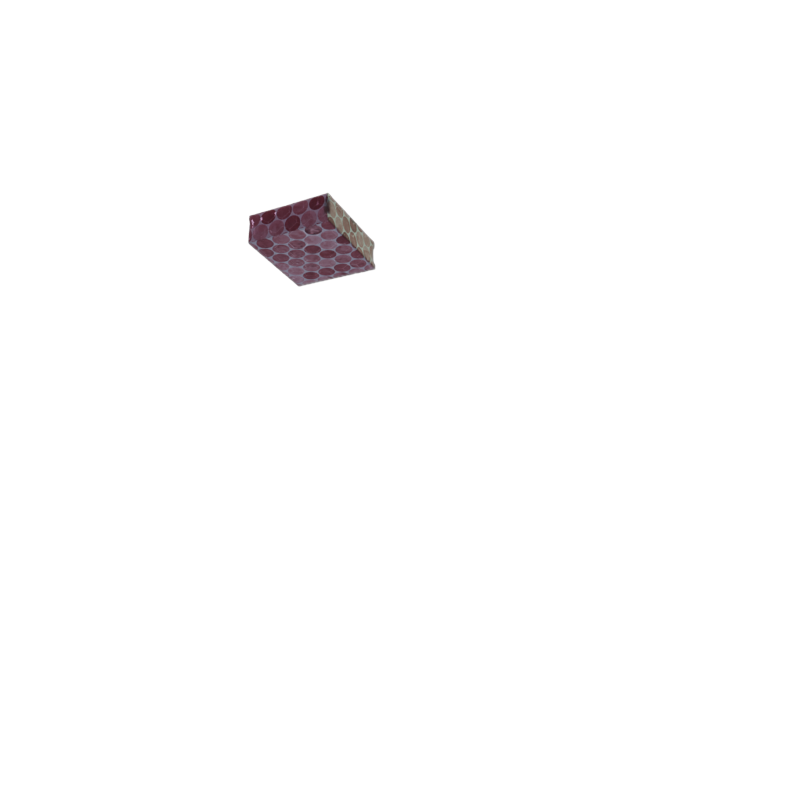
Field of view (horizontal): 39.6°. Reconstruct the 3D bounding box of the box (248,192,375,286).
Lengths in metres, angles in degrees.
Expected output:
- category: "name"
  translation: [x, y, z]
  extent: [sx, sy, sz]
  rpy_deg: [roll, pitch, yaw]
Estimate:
- category: "box"
  translation: [-0.071, -0.129, 0.906]
  extent: [0.074, 0.032, 0.083]
  rpy_deg: [-12, -27, 24]
